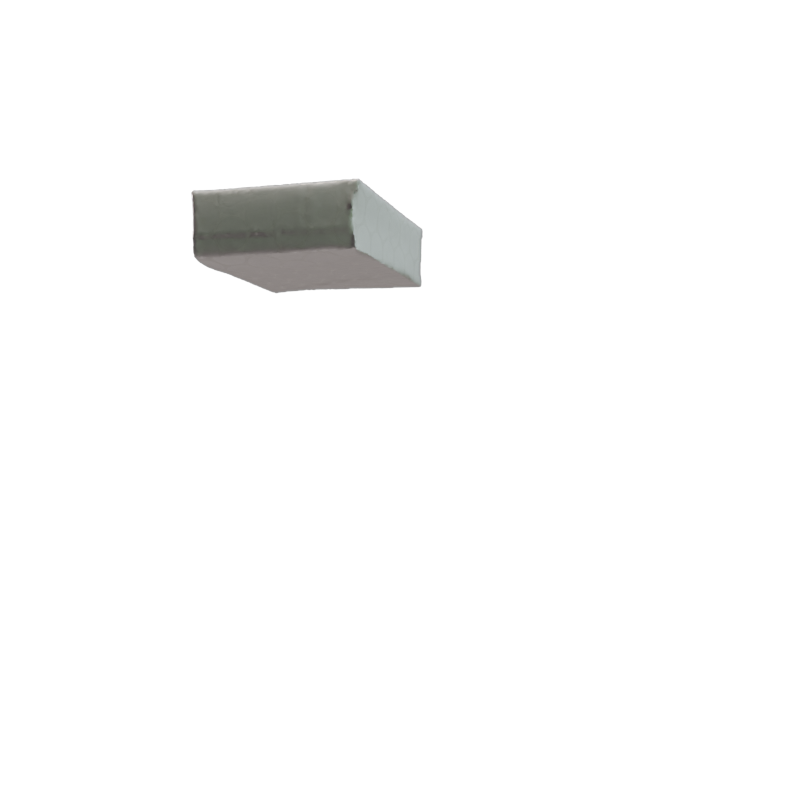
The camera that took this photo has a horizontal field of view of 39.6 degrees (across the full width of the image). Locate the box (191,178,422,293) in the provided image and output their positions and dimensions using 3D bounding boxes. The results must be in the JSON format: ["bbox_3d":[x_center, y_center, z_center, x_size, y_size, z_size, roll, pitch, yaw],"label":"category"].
[{"bbox_3d":[-0.046,-0.083,0.581,0.092,0.040,0.109,-1,-4,19],"label":"box"}]
